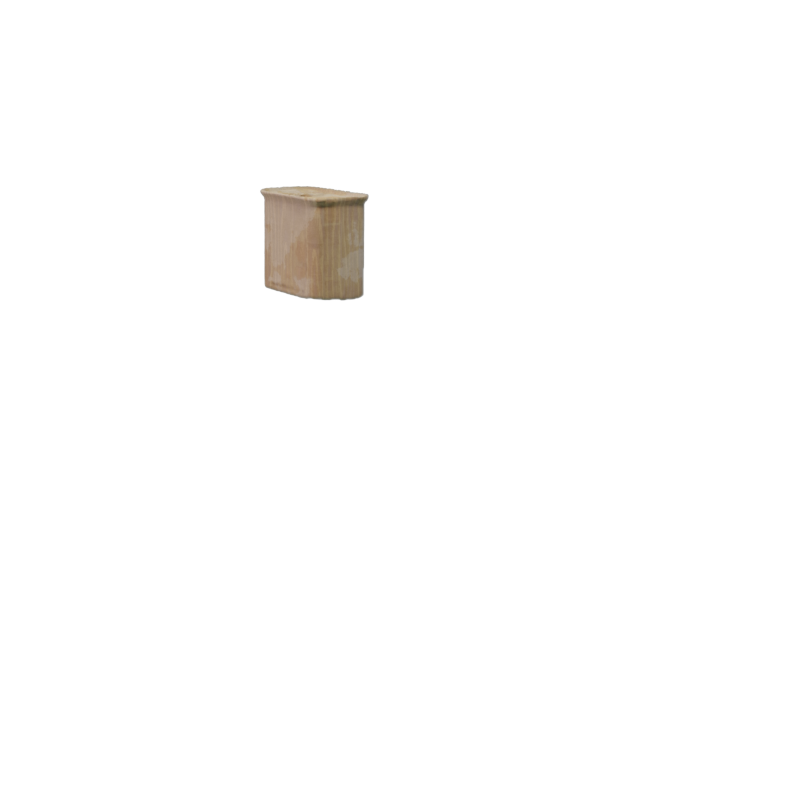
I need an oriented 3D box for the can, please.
[{"bbox_3d":[-0.072,-0.131,0.919,0.056,0.082,0.108,-8,16,-36],"label":"can"}]
